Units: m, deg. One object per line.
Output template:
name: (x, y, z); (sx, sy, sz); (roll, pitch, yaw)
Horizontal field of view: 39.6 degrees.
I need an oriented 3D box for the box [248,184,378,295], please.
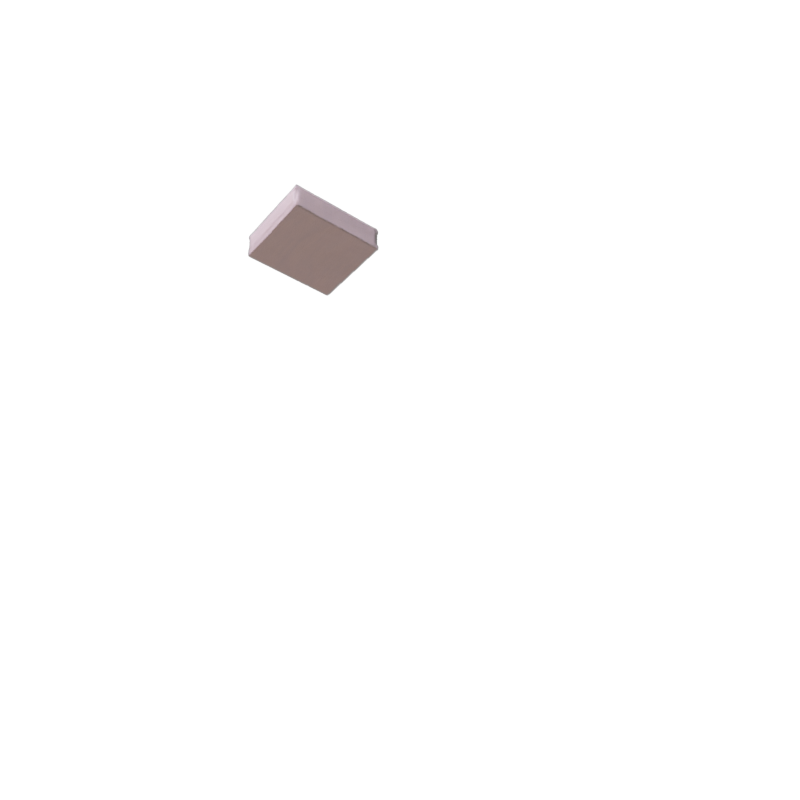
box: (-0.075, -0.136, 0.956); (0.085, 0.032, 0.072); (26, -49, -26)
